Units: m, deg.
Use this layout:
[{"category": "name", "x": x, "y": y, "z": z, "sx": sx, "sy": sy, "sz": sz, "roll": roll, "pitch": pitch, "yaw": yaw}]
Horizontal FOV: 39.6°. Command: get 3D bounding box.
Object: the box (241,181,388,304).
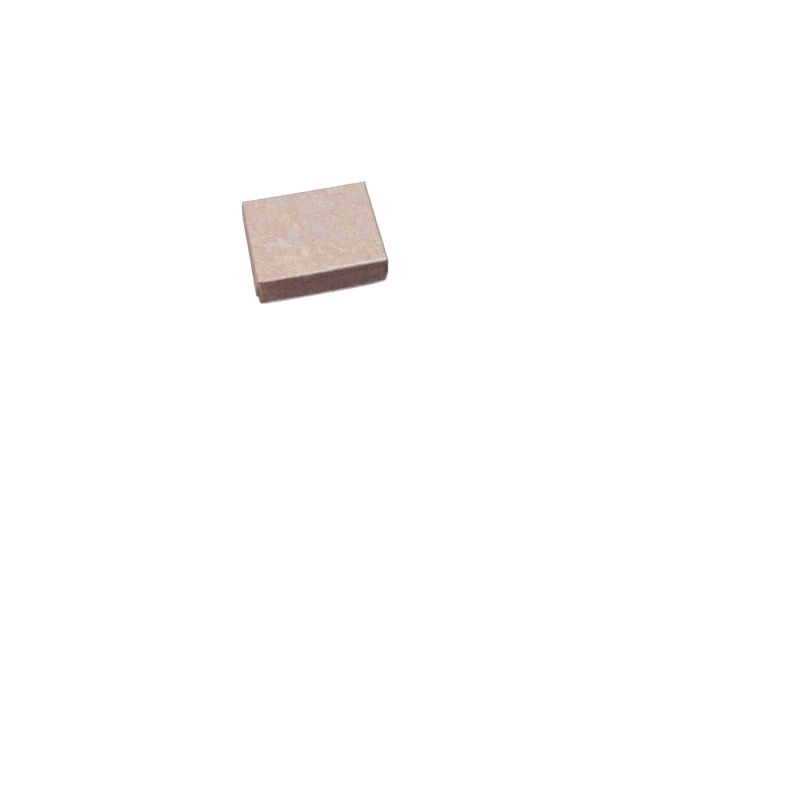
[{"category": "box", "x": -0.074, "y": -0.136, "z": 0.950, "sx": 0.113, "sy": 0.097, "sz": 0.036, "roll": -10, "pitch": -34, "yaw": -7}]
